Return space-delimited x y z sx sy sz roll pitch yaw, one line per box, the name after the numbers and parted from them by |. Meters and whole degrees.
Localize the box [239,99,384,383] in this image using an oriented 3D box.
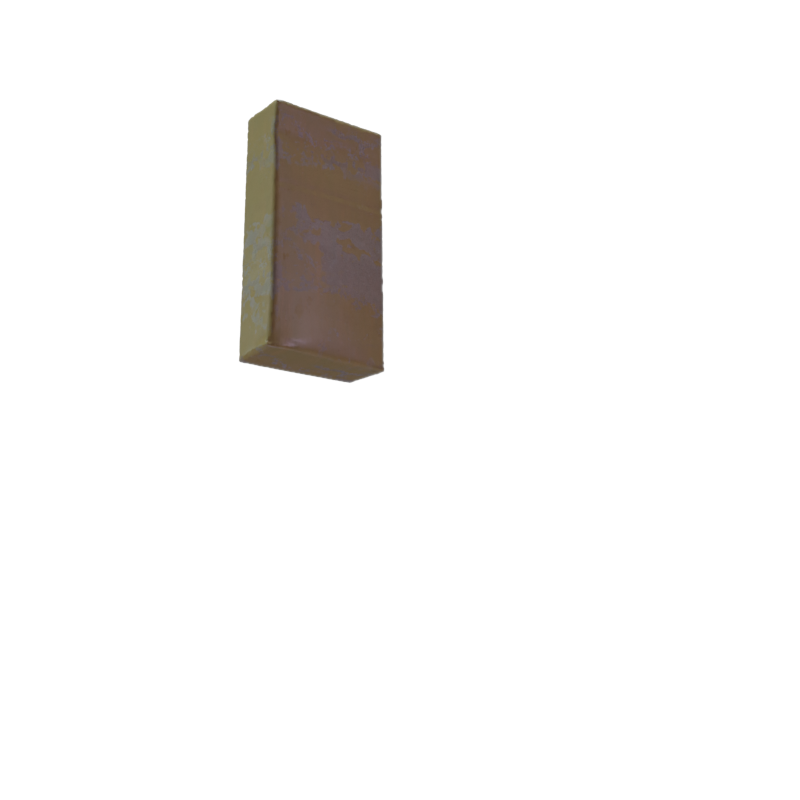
-0.059 -0.107 0.753 0.089 0.185 0.048 14 -27 -34 | box
